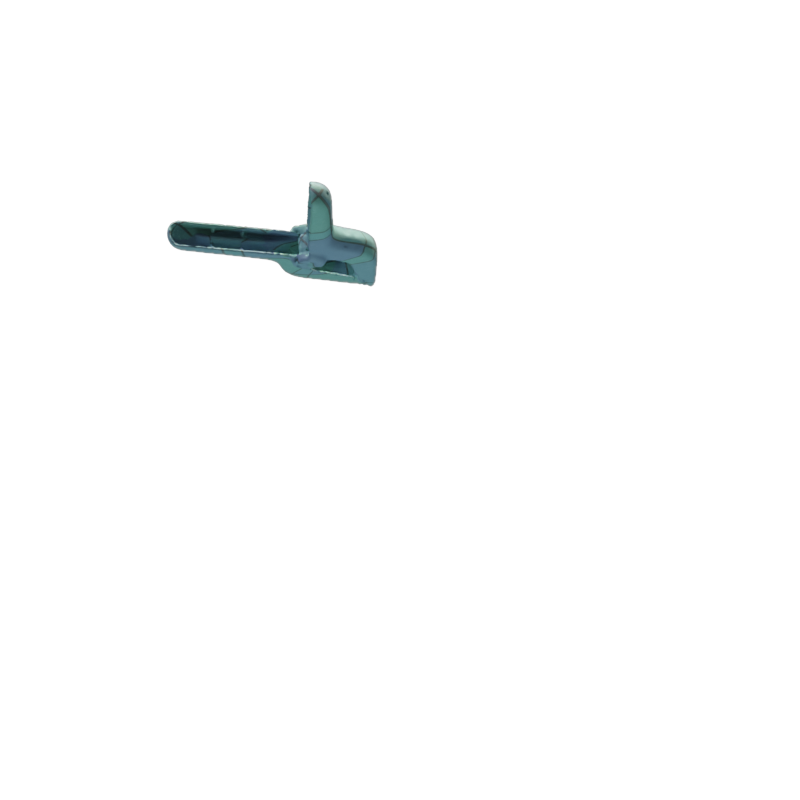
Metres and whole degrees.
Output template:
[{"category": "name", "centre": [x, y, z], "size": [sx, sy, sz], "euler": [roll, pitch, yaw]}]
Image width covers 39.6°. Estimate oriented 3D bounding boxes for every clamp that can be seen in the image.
[{"category": "clamp", "centre": [-0.077, -0.140, 0.982], "size": [0.168, 0.038, 0.198], "euler": [-10, -15, 39]}]
